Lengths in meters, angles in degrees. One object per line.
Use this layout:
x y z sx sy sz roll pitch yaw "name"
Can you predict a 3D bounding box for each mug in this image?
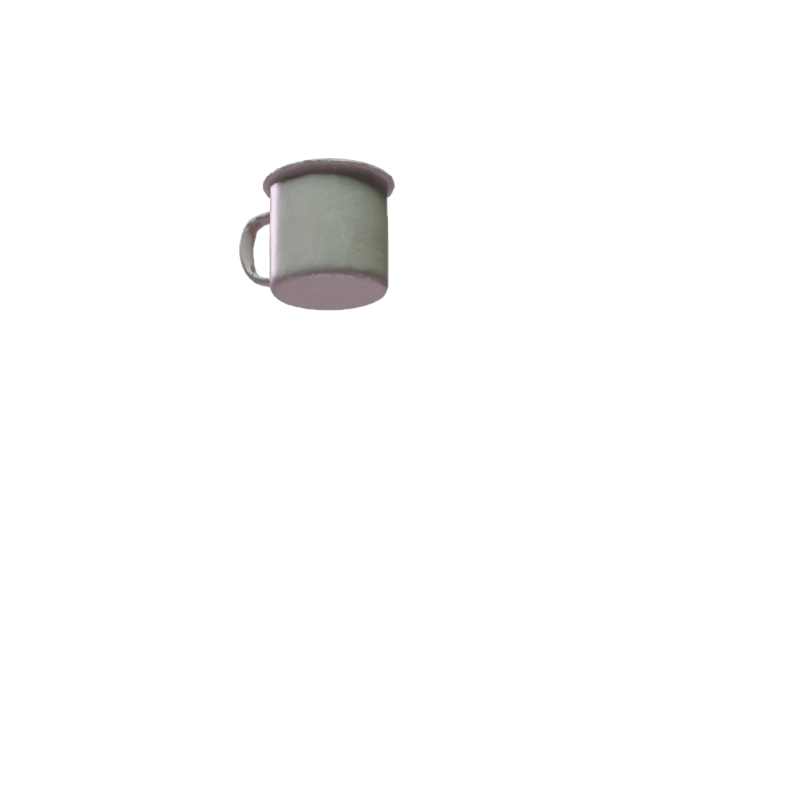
-0.060 -0.110 0.771 0.119 0.085 0.088 -7 -17 22 "mug"
